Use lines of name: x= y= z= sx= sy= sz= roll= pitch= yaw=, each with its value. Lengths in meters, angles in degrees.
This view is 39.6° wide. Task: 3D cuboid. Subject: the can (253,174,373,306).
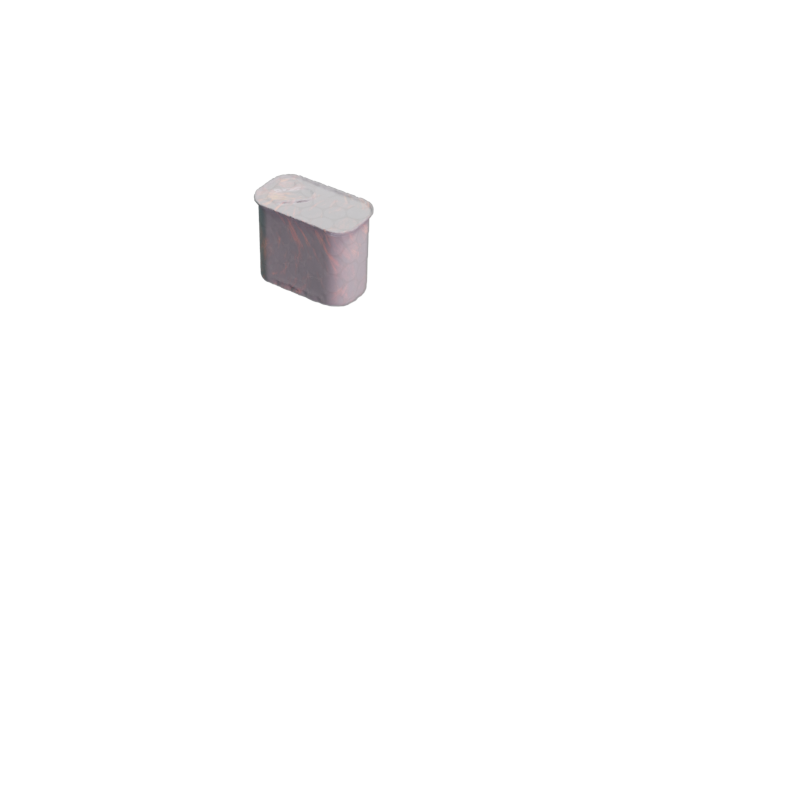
can: x=-0.075 y=-0.137 z=0.958 sx=0.107 sy=0.078 sz=0.058 roll=24 pitch=44 yaw=25
